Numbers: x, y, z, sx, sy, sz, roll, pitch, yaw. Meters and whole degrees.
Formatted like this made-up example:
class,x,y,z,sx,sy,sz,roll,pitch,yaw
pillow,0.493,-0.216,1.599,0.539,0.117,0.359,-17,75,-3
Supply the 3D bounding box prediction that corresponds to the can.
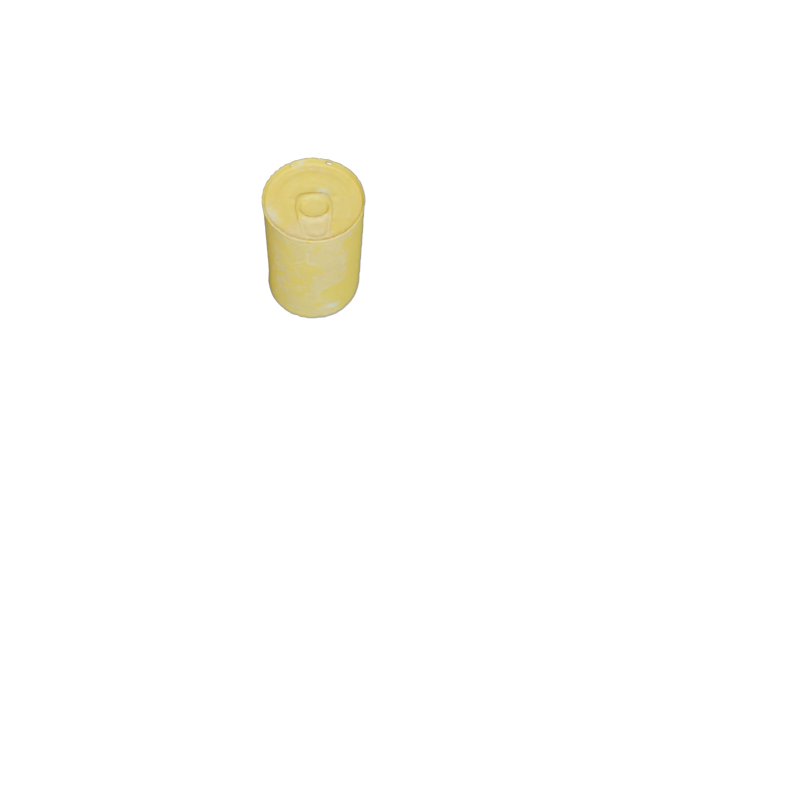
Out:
class,x,y,z,sx,sy,sz,roll,pitch,yaw
can,-0.060,-0.109,0.764,0.068,0.073,0.096,0,-29,-3
